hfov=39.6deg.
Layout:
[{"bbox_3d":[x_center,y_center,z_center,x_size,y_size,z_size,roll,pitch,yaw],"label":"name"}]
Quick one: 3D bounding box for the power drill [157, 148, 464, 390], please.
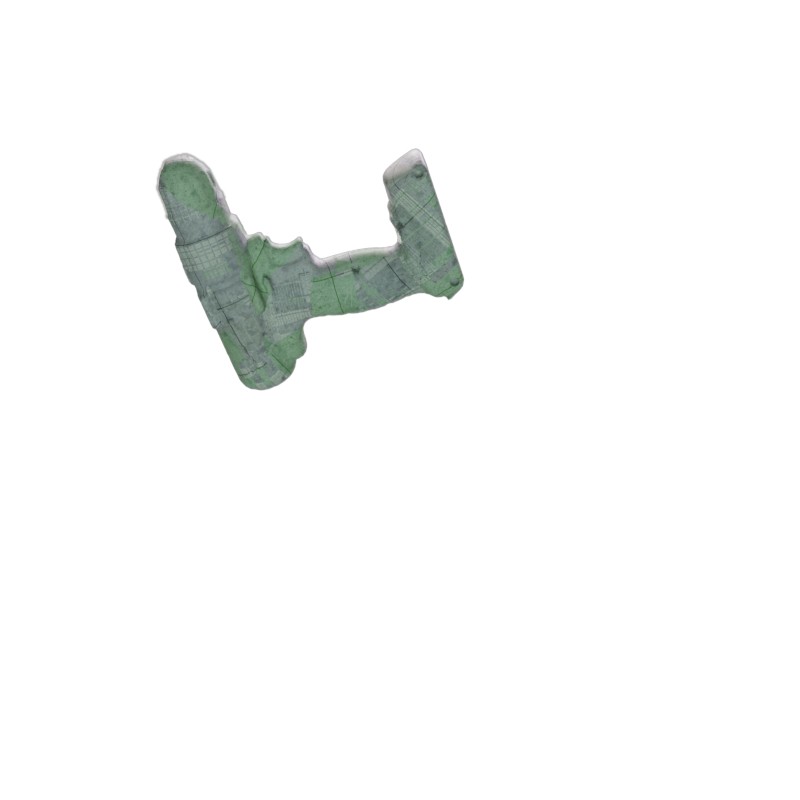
[{"bbox_3d":[-0.062,-0.113,0.788,0.188,0.175,0.060,-18,23,8],"label":"power drill"}]
